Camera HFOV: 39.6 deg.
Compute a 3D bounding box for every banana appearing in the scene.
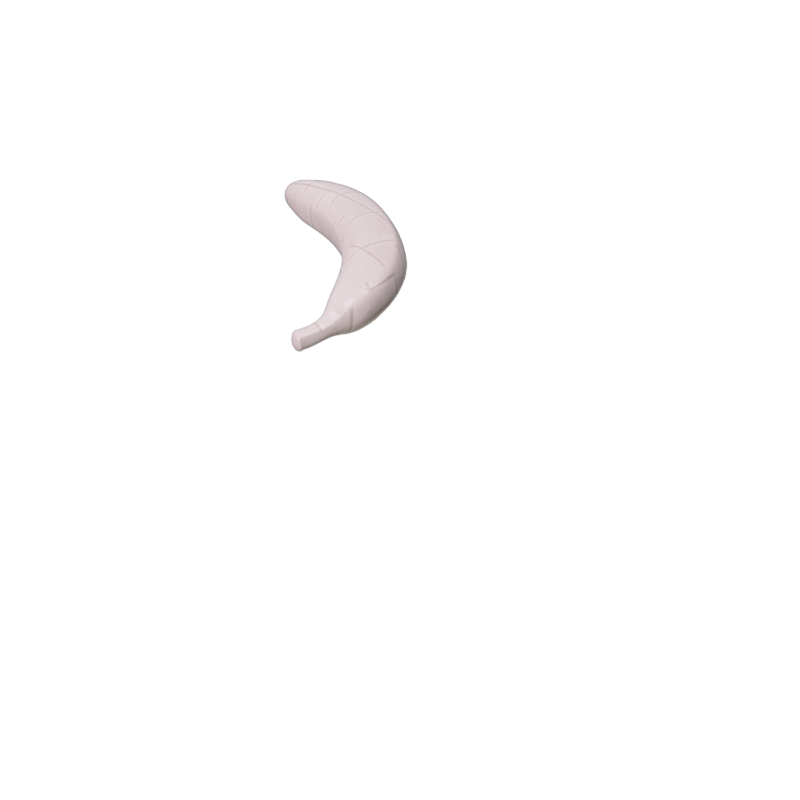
[{"bbox_3d":[-0.033,-0.094,0.665,0.069,0.035,0.211,-2,31,-5],"label":"banana"}]
